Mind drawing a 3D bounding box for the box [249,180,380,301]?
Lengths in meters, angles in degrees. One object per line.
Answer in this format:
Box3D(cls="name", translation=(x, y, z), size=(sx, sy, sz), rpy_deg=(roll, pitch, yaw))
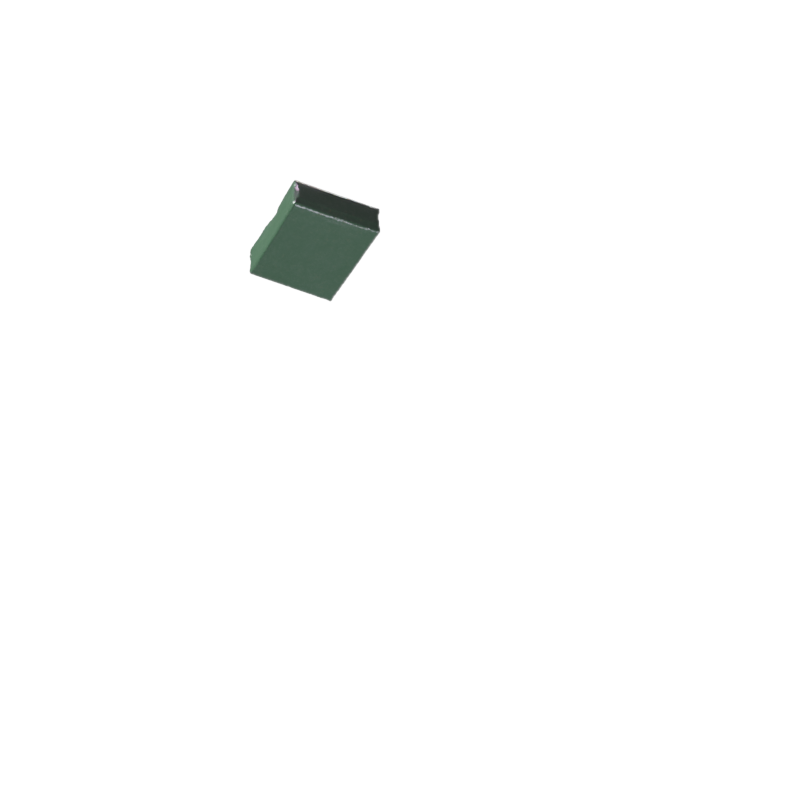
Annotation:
Box3D(cls="box", translation=(-0.068, -0.124, 0.866), size=(0.070, 0.032, 0.086), rpy_deg=(18, -44, -21))
